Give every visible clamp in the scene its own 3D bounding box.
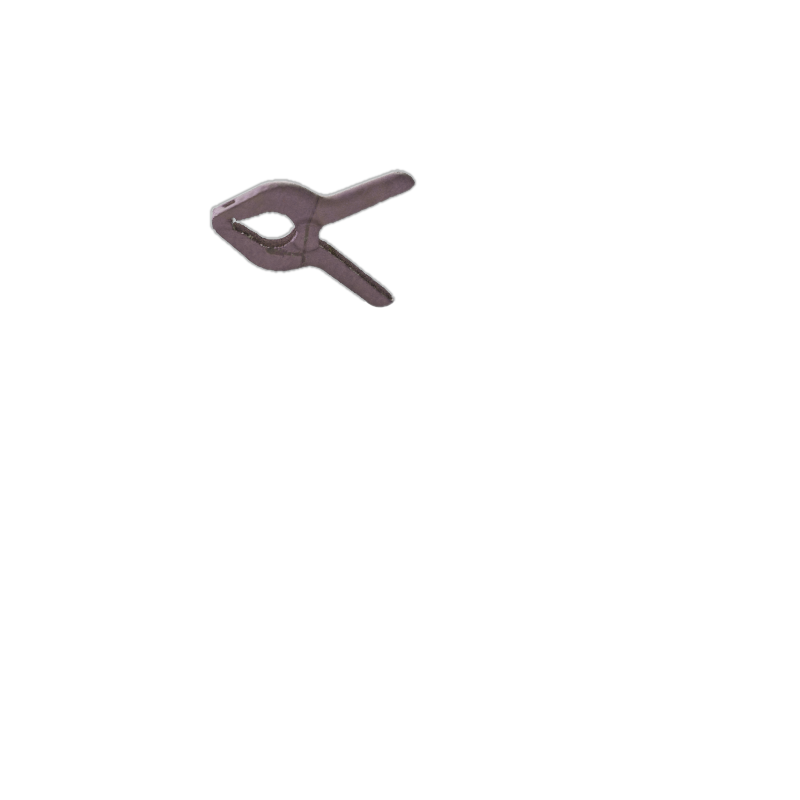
[{"bbox_3d":[-0.073,-0.134,0.939,0.171,0.116,0.041,0,15,0],"label":"clamp"}]
